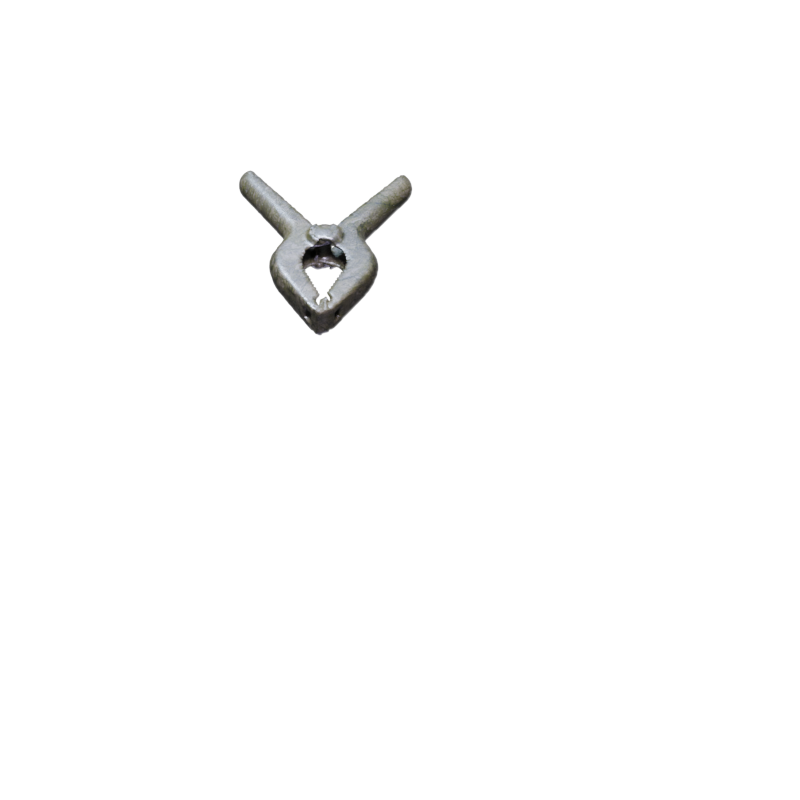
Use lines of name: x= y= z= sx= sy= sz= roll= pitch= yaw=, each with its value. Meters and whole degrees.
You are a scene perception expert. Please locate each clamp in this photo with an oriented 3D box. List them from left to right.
clamp: x=-0.078 y=-0.143 z=0.999 sx=0.166 sy=0.034 sz=0.224 roll=4 pitch=44 yaw=4
